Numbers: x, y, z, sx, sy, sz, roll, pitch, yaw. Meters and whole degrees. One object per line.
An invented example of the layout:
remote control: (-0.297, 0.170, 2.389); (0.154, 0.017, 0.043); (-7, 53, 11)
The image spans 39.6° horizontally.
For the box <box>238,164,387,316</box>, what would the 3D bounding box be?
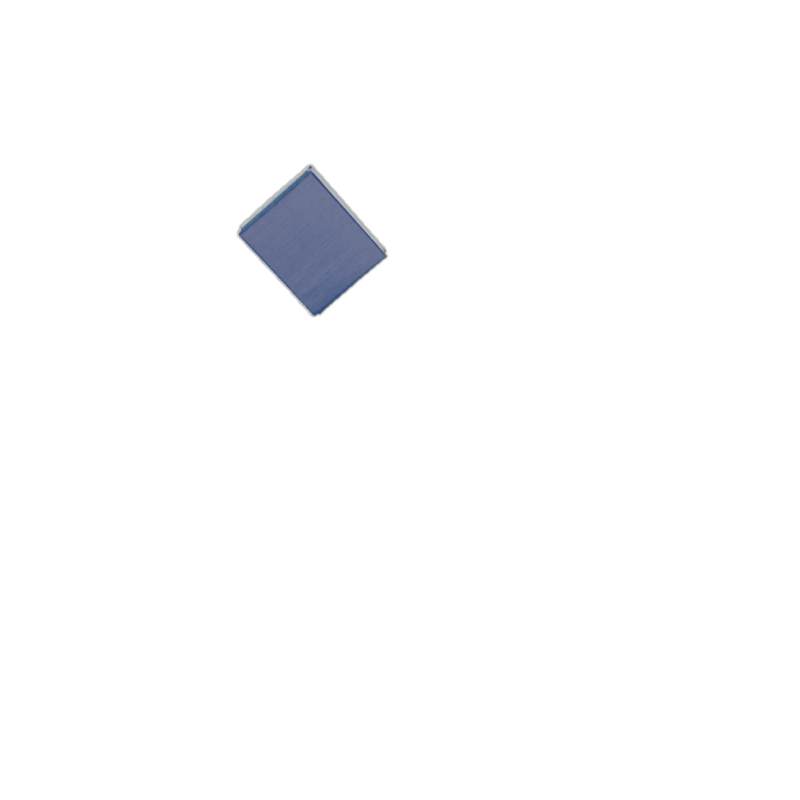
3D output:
box: (-0.065, -0.118, 0.830); (0.073, 0.087, 0.031); (-41, 11, 9)
